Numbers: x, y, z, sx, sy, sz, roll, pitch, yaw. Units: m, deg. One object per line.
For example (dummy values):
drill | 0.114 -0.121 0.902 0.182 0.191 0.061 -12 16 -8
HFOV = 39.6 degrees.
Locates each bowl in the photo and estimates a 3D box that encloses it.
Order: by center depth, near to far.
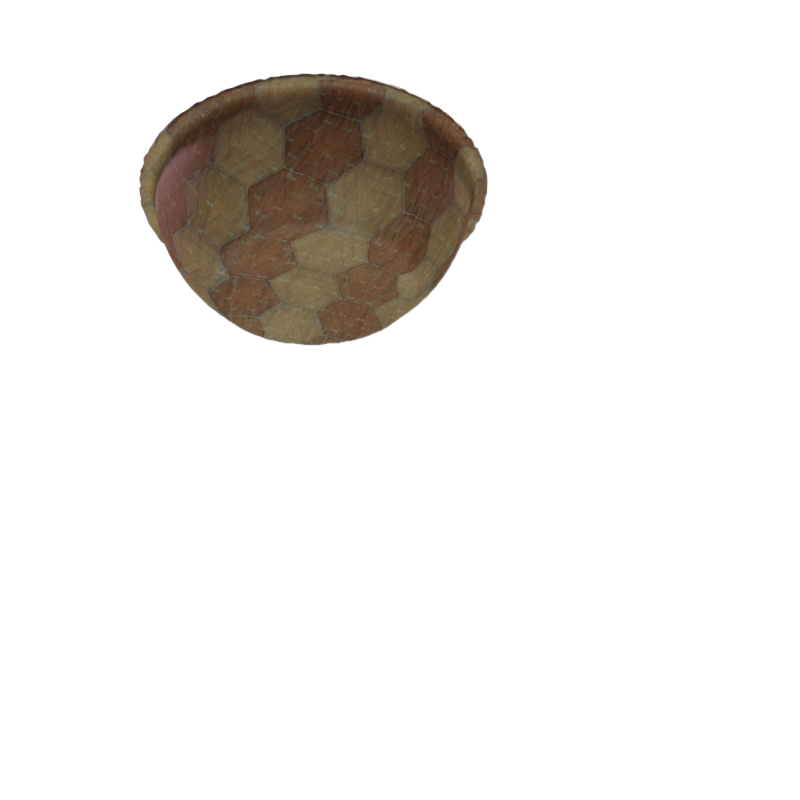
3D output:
bowl | -0.039 -0.072 0.502 0.162 0.059 0.152 1 -33 -2
